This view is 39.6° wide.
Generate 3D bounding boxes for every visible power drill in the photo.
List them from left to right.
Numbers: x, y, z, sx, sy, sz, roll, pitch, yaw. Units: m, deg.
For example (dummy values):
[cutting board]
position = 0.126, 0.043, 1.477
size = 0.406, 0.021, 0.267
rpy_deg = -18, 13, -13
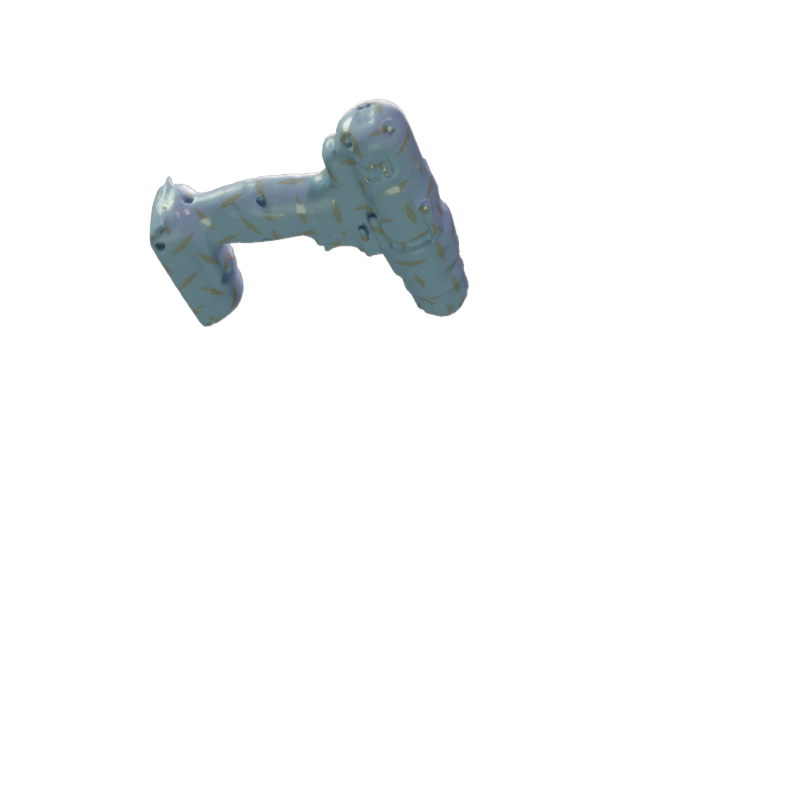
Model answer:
[power drill]
position = -0.058, -0.106, 0.743
size = 0.189, 0.062, 0.170
rpy_deg = -13, -45, 13
